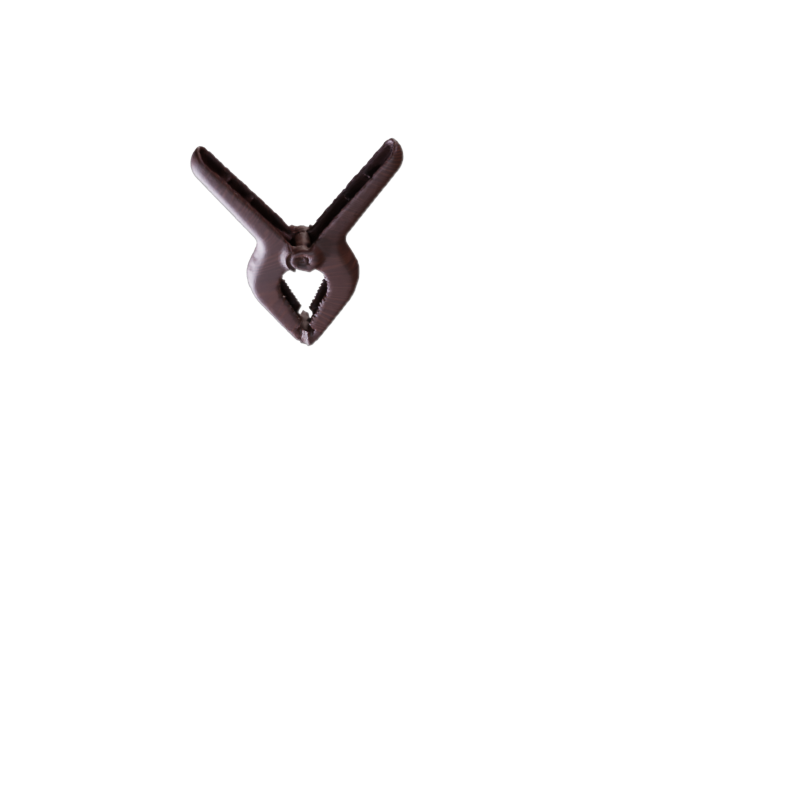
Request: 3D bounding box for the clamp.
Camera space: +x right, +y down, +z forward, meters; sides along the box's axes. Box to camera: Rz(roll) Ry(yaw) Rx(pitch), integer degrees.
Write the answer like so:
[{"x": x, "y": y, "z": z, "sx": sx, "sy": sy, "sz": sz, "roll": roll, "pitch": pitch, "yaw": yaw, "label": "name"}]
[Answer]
[{"x": -0.071, "y": -0.130, "z": 0.913, "sx": 0.165, "sy": 0.194, "sz": 0.039, "roll": -5, "pitch": 42, "yaw": 5, "label": "clamp"}]
